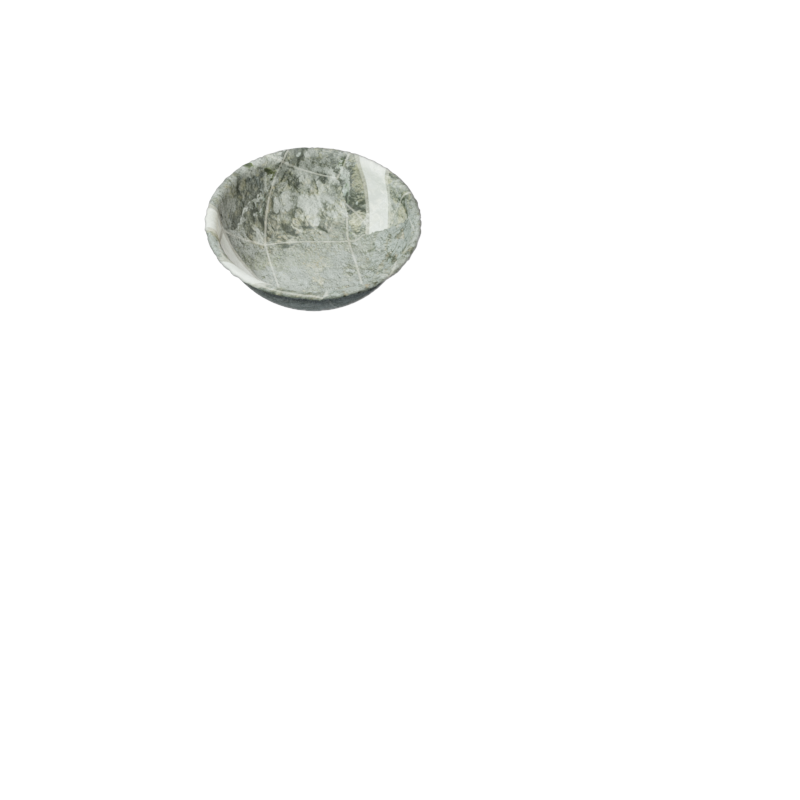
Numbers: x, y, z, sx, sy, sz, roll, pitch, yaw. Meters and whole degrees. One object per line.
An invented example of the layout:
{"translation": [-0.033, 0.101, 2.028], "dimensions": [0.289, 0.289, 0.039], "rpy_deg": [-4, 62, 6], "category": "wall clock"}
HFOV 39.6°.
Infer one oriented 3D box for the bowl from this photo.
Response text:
{"translation": [-0.066, -0.121, 0.845], "dimensions": [0.162, 0.174, 0.051], "rpy_deg": [-1, -40, -1], "category": "bowl"}
